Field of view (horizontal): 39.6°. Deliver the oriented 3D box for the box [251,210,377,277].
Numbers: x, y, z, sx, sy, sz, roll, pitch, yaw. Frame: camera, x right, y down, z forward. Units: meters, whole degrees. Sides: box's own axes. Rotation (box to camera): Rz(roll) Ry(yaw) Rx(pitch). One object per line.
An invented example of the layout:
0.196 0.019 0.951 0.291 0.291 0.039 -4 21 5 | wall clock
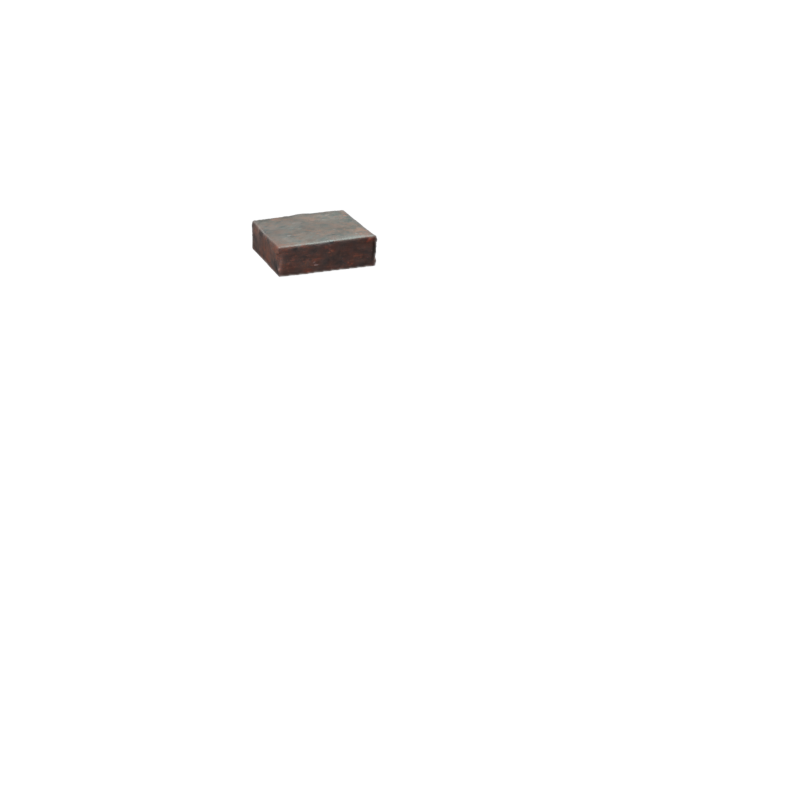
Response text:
-0.074 -0.135 0.943 0.088 0.029 0.078 -10 28 -20 | box
